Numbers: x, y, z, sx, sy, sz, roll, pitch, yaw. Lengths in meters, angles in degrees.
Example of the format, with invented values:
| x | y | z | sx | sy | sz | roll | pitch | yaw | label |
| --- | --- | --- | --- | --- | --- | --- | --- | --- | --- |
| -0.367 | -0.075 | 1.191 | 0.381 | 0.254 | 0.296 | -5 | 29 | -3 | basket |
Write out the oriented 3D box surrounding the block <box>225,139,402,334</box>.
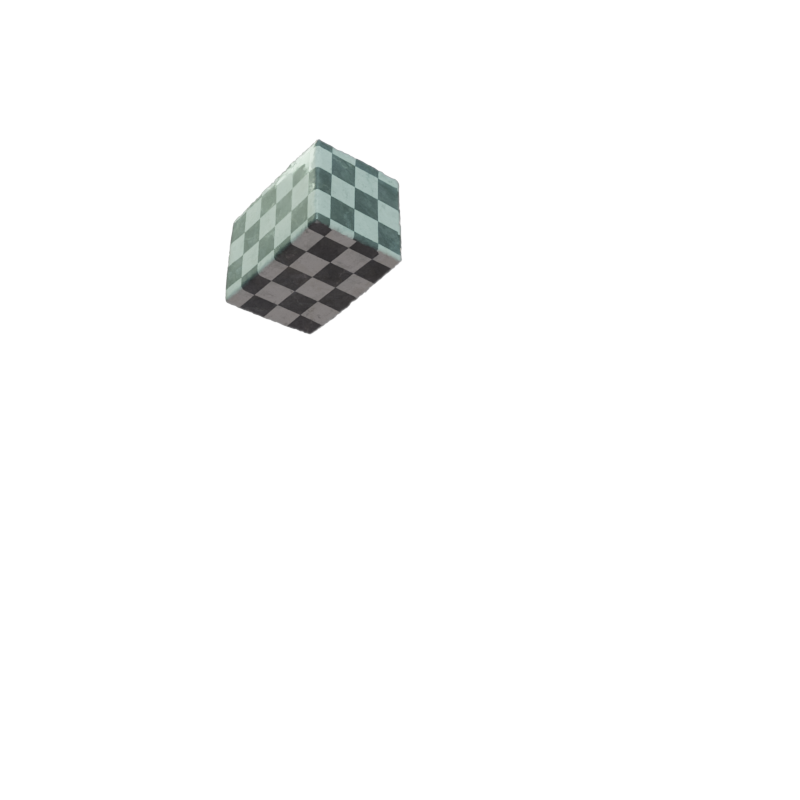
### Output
| x | y | z | sx | sy | sz | roll | pitch | yaw | label |
| --- | --- | --- | --- | --- | --- | --- | --- | --- | --- |
| -0.043 | -0.078 | 0.545 | 0.050 | 0.055 | 0.077 | 24 | -43 | -31 | block |
